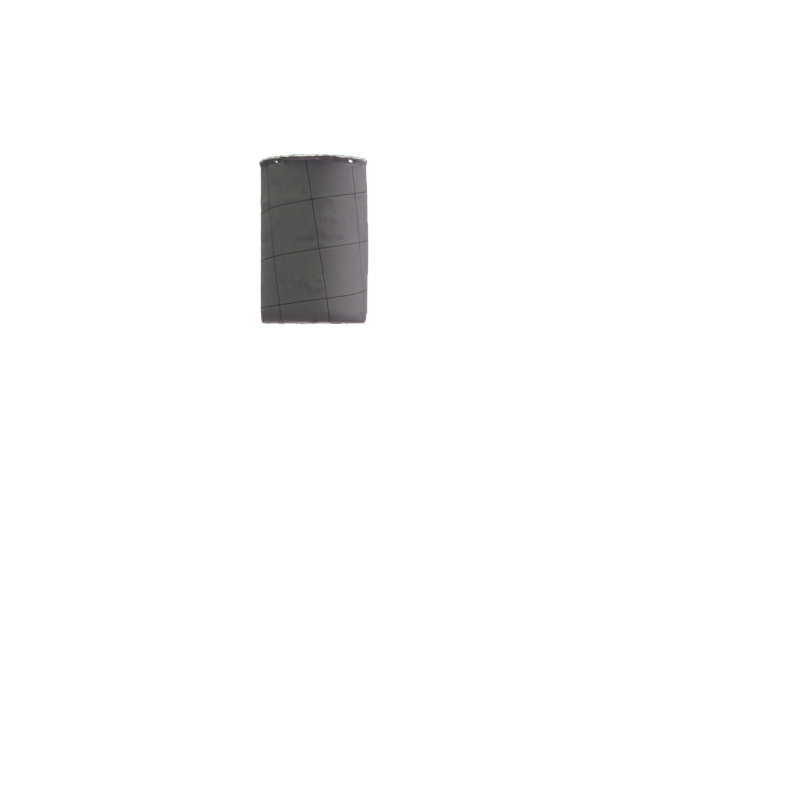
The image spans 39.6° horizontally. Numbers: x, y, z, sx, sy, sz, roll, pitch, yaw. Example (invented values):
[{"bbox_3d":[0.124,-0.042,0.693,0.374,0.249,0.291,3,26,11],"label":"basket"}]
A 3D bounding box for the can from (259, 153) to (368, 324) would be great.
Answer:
[{"bbox_3d":[-0.054,-0.099,0.695,0.068,0.103,0.068,0,-1,-2],"label":"can"}]
